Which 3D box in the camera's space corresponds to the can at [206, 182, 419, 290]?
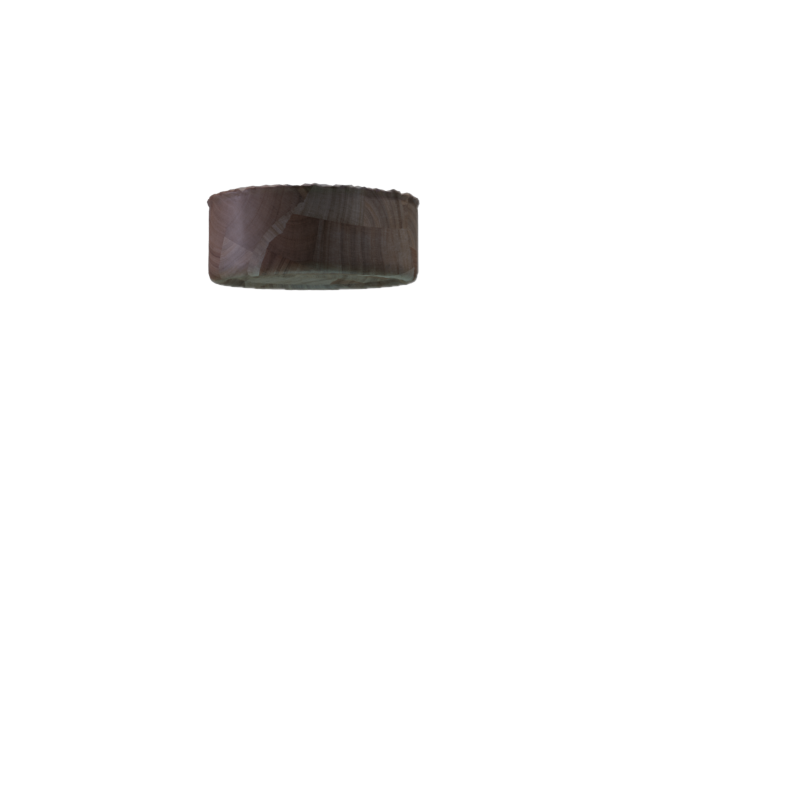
[{"bbox_3d":[-0.035,-0.064,0.447,0.086,0.034,0.085,0,0,-2],"label":"can"}]
